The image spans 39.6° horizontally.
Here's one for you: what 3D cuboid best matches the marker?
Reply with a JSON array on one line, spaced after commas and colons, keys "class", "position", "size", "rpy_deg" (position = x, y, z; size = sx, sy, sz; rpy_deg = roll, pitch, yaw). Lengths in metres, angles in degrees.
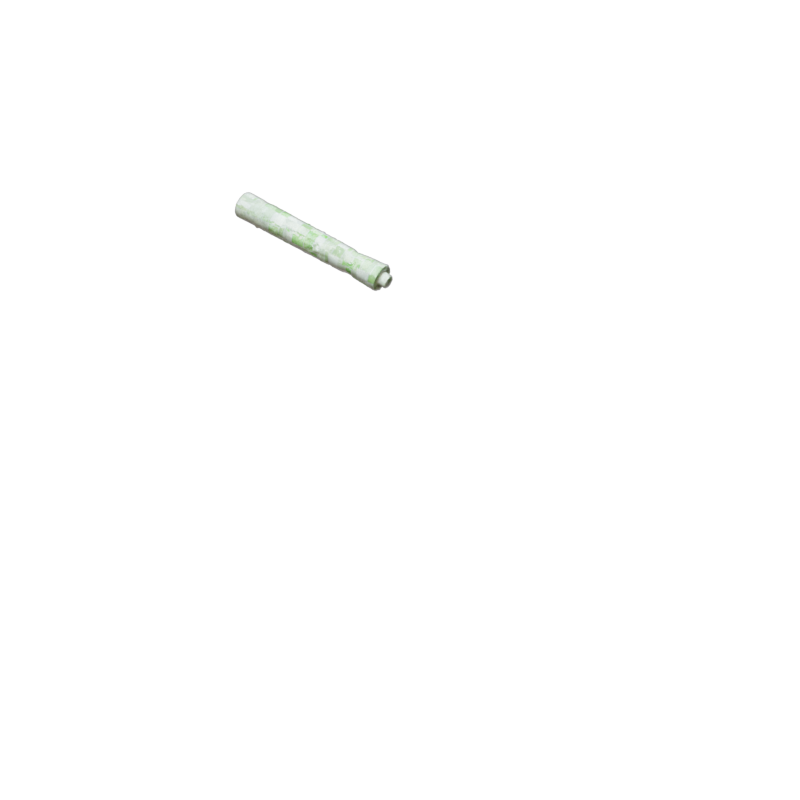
[{"class": "marker", "position": [-0.057, -0.104, 0.729], "size": [0.127, 0.019, 0.019], "rpy_deg": [31, 16, 24]}]
